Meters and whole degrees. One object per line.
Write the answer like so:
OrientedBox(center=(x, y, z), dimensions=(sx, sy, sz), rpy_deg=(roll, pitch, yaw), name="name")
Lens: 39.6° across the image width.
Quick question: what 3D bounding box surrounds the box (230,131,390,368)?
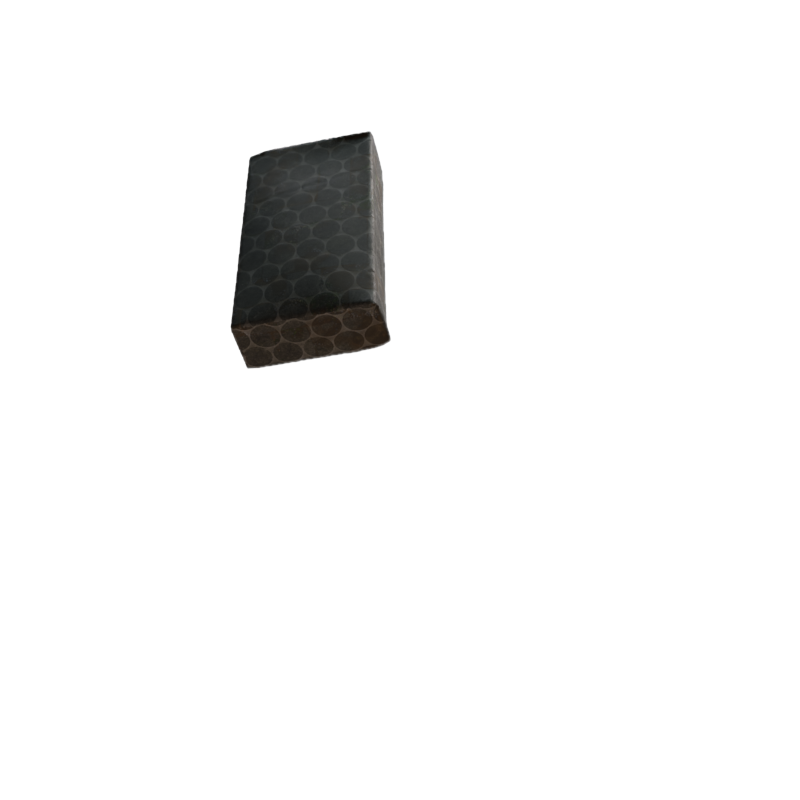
OrientedBox(center=(-0.058, -0.105, 0.734), dimensions=(0.094, 0.189, 0.044), rpy_deg=(-11, -43, 8), name="box")
